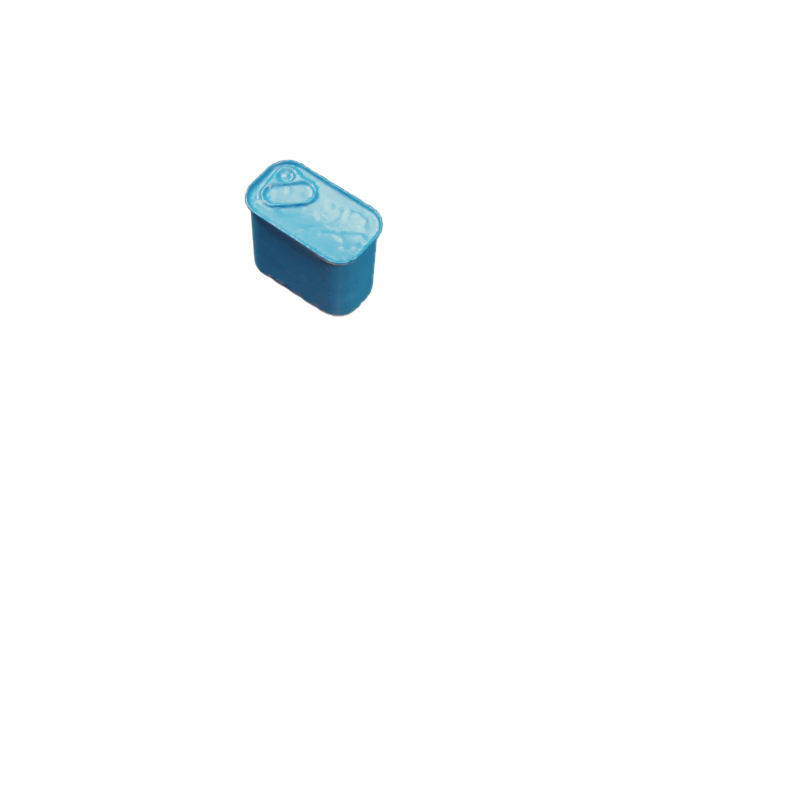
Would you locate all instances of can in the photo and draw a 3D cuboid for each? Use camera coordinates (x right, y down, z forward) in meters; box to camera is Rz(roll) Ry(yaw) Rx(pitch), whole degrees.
[{"bbox_3d":[-0.065,-0.119,0.833,0.106,0.059,0.079,34,-26,17],"label":"can"}]
